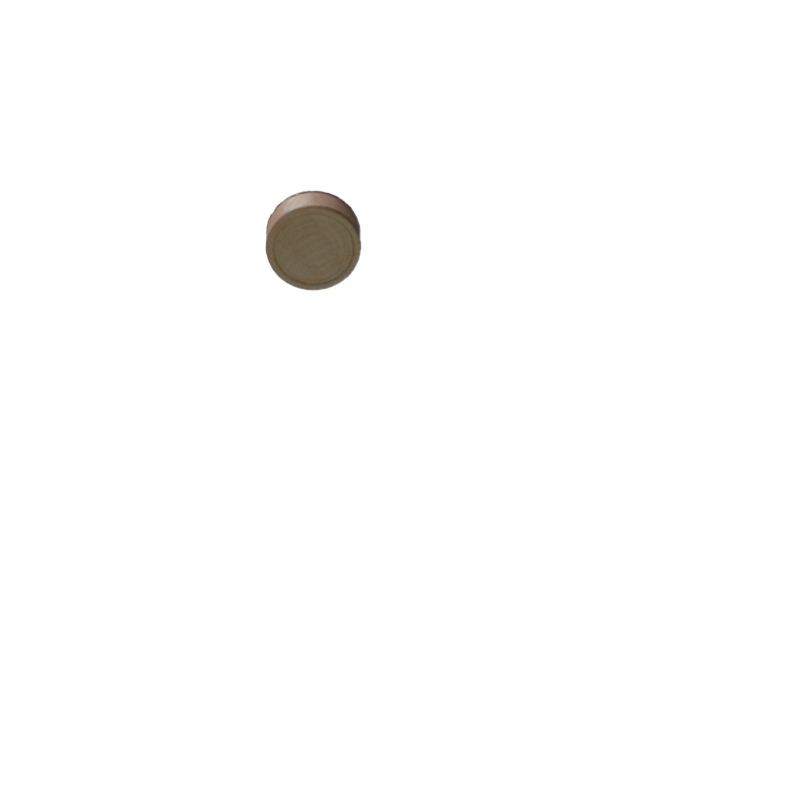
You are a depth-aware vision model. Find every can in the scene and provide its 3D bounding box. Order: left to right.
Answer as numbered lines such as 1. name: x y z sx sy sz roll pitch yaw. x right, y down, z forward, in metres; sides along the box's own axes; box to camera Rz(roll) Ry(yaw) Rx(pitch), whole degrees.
1. can: -0.077 -0.141 0.989 0.086 0.081 0.036 1 29 -1
